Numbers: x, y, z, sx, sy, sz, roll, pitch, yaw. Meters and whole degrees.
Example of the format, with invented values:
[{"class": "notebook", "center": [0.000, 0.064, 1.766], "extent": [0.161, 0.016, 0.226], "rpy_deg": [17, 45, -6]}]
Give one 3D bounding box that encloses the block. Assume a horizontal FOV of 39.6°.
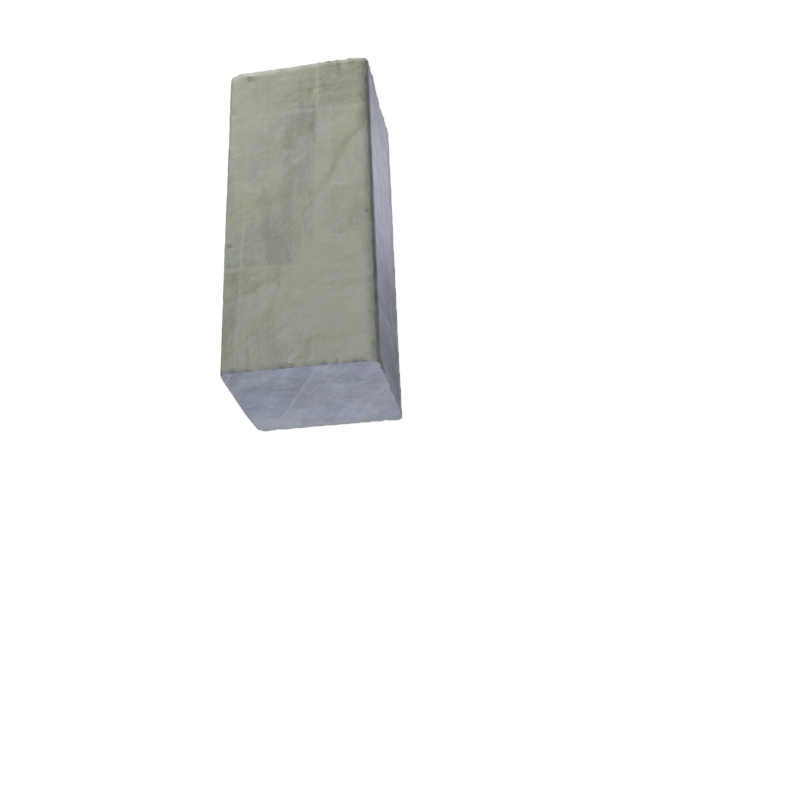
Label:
[{"class": "block", "center": [-0.054, -0.097, 0.679], "extent": [0.091, 0.219, 0.084], "rpy_deg": [-7, -28, 9]}]
